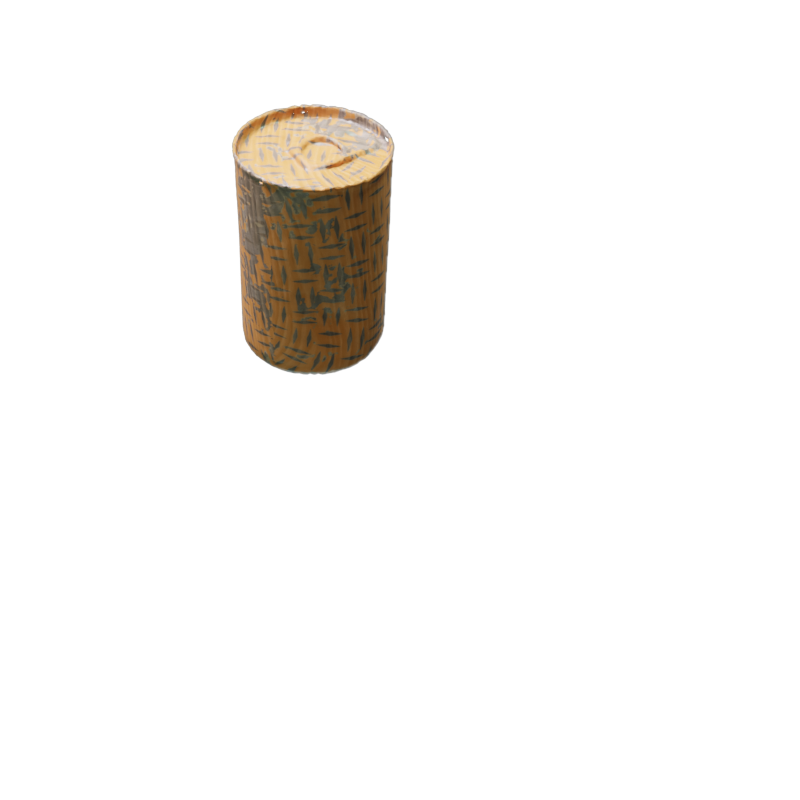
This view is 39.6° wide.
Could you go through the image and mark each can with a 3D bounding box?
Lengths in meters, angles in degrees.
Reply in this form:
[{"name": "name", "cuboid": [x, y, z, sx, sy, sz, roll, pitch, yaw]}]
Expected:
[{"name": "can", "cuboid": [-0.039, -0.070, 0.493, 0.068, 0.095, 0.073, 0, 40, -3]}]
